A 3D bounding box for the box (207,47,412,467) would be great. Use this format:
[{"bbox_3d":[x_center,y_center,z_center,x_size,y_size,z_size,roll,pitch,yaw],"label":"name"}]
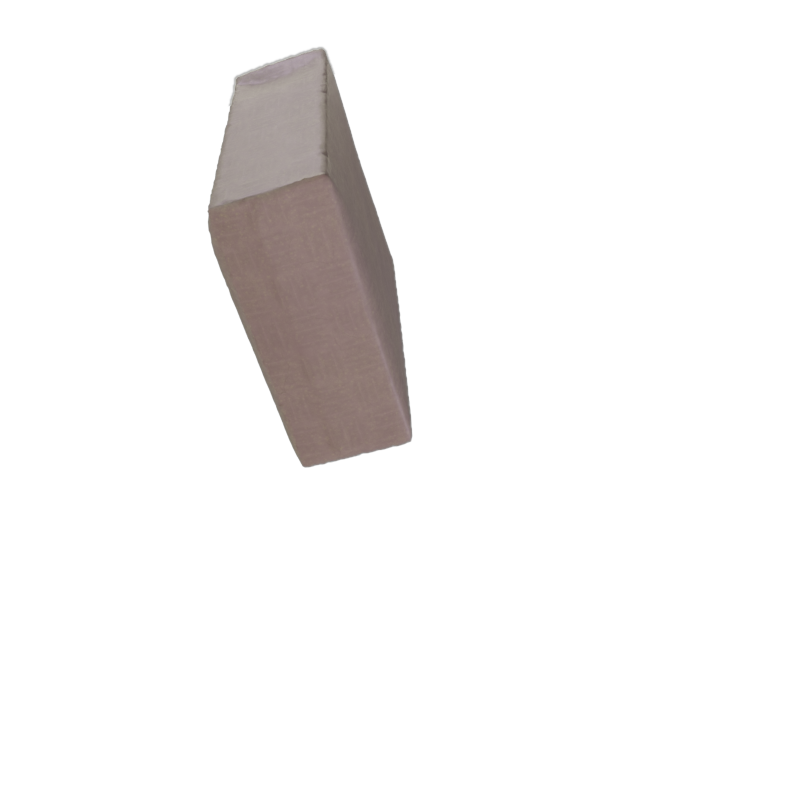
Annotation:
[{"bbox_3d":[-0.051,-0.093,0.654,0.072,0.154,0.227,-16,31,6],"label":"box"}]
